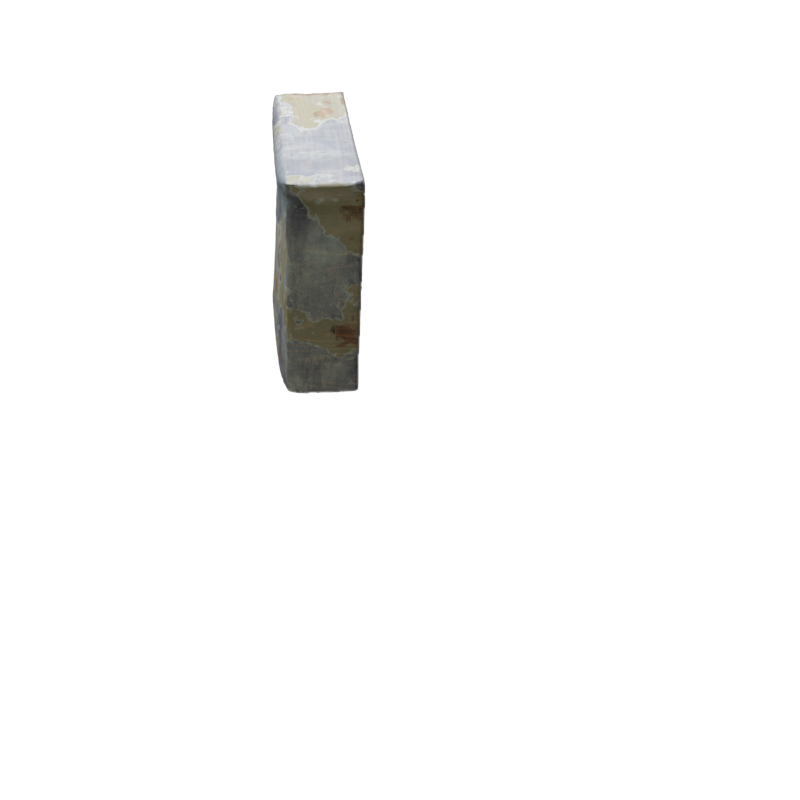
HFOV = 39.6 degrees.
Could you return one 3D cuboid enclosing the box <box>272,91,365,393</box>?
[{"bbox_3d":[-0.076,-0.139,0.972,0.071,0.200,0.176,-3,37,-8],"label":"box"}]
